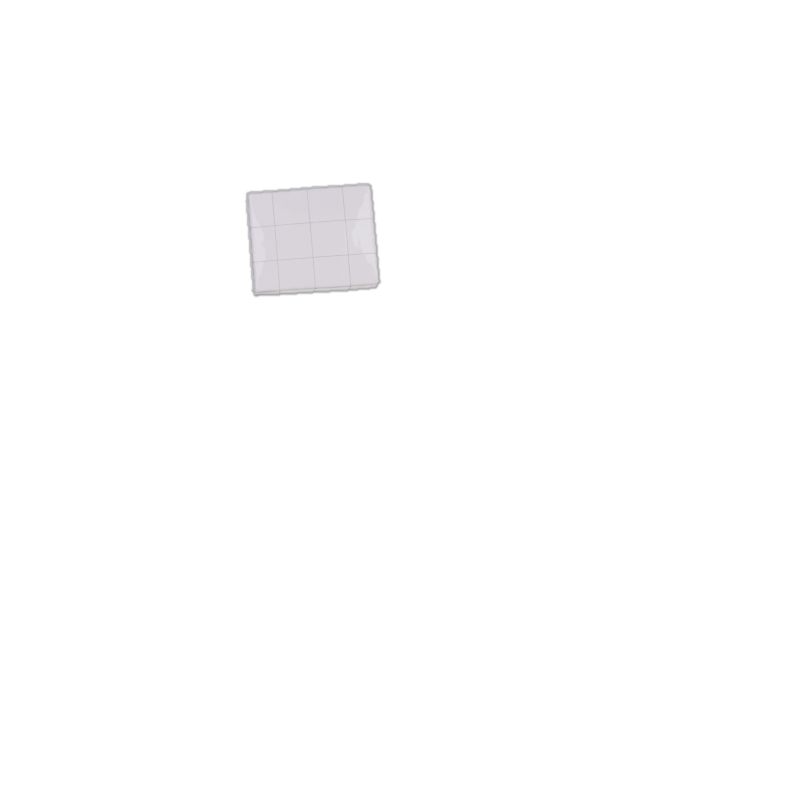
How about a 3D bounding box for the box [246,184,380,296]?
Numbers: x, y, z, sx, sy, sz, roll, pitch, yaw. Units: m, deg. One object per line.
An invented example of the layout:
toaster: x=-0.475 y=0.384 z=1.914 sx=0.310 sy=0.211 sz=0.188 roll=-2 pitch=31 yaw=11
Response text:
box: x=-0.077 y=-0.141 z=0.984 sx=0.113 sy=0.092 sz=0.038 roll=-5 pitch=-11 yaw=-1
